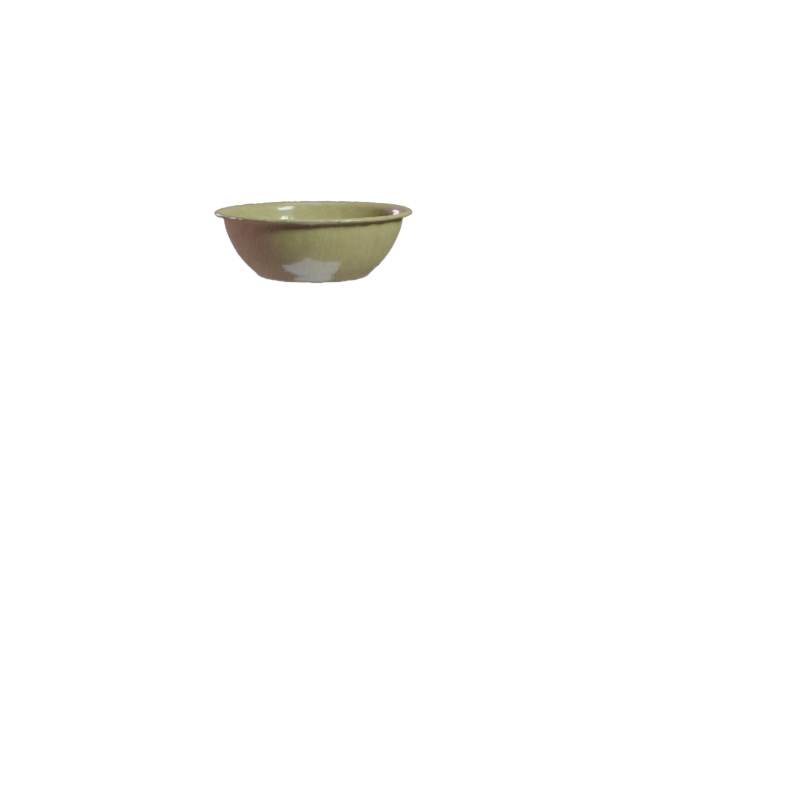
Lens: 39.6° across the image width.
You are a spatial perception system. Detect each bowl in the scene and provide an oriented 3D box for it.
[{"bbox_3d":[-0.071,-0.130,0.908,0.162,0.054,0.167,0,14,-2],"label":"bowl"}]
